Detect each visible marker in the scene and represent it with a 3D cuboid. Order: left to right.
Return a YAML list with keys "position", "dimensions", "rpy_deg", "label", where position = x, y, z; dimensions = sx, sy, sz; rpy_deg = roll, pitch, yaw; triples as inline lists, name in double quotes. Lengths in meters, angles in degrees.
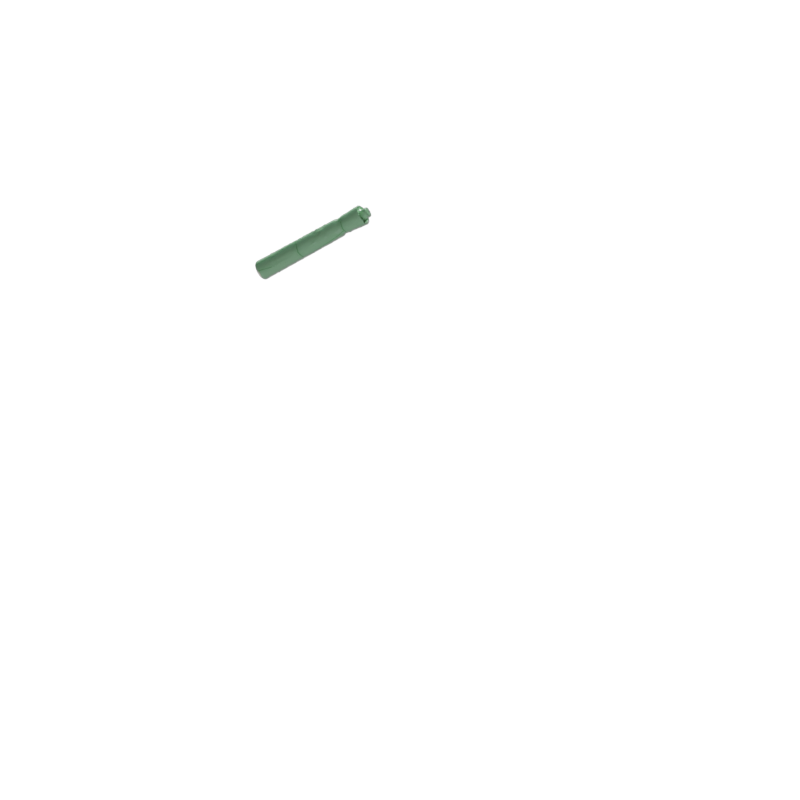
- position: [-0.078, -0.142, 0.994]
  dimensions: [0.121, 0.020, 0.019]
  rpy_deg: [-25, -7, 25]
  label: "marker"
